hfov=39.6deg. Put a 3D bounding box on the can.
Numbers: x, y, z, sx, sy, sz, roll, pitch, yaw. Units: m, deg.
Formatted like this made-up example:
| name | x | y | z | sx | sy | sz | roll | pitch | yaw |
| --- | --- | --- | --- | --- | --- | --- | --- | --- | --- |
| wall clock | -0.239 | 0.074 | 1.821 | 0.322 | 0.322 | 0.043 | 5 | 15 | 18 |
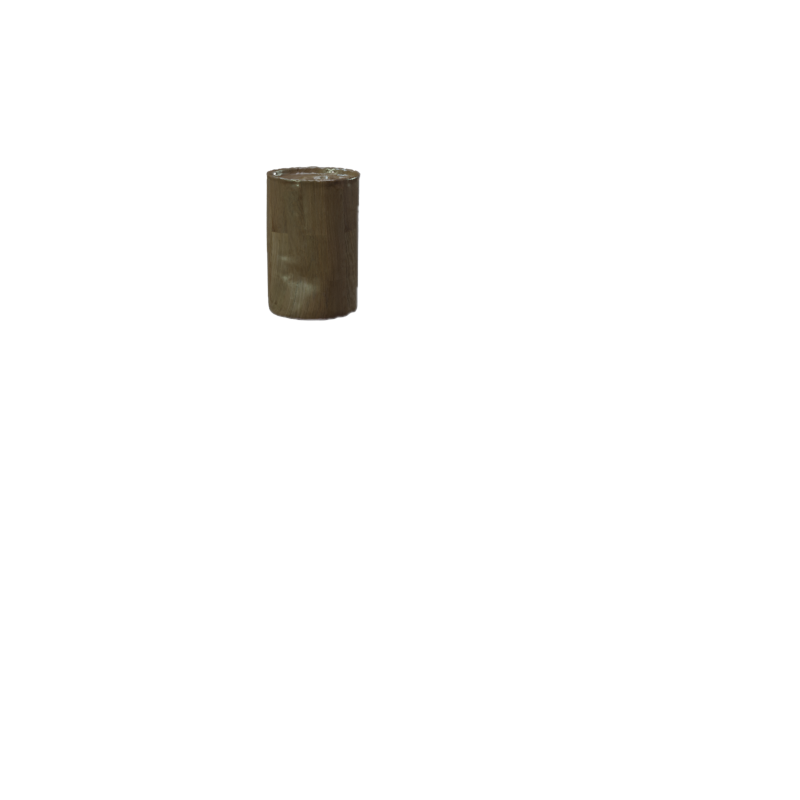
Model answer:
| name | x | y | z | sx | sy | sz | roll | pitch | yaw |
| --- | --- | --- | --- | --- | --- | --- | --- | --- | --- |
| can | -0.063 | -0.115 | 0.807 | 0.068 | 0.099 | 0.071 | 0 | 14 | -2 |
